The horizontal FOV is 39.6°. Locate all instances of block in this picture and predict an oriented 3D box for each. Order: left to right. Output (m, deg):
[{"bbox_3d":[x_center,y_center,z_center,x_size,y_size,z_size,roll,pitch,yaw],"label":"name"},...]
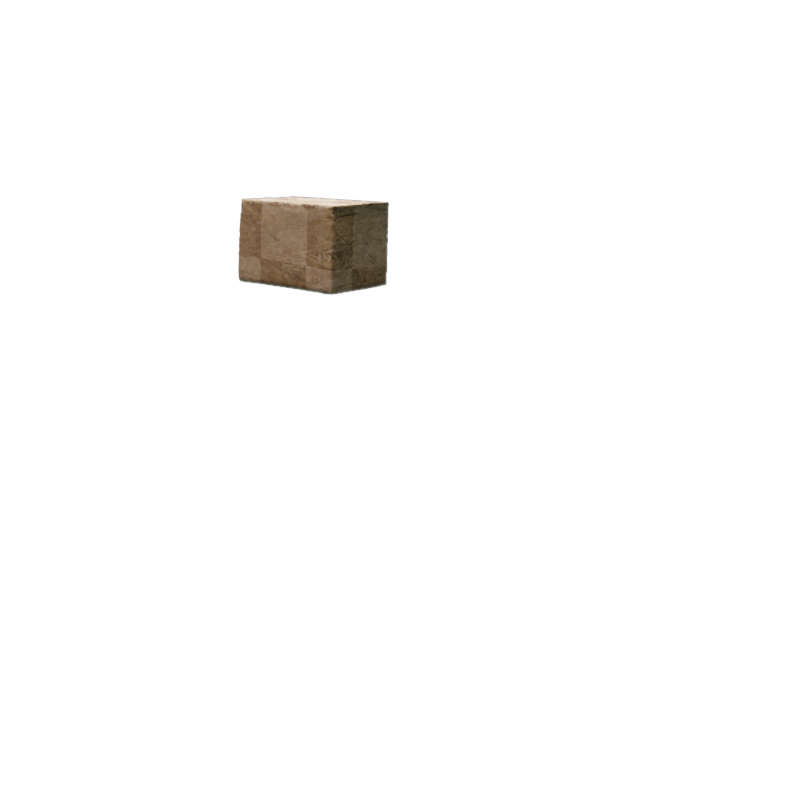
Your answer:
[{"bbox_3d":[-0.052,-0.095,0.666,0.082,0.050,0.051,10,14,39],"label":"block"}]
